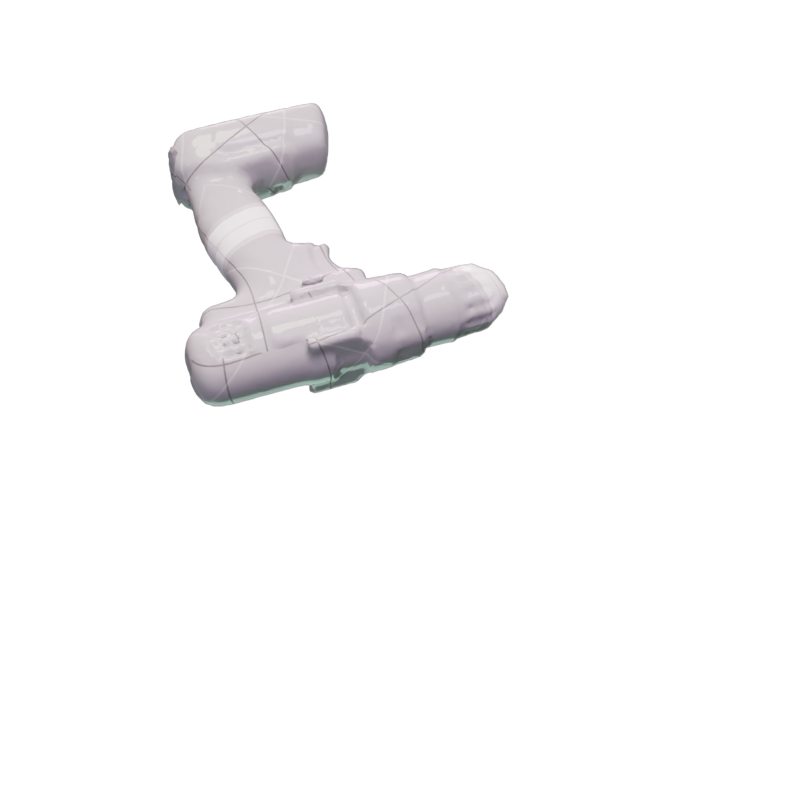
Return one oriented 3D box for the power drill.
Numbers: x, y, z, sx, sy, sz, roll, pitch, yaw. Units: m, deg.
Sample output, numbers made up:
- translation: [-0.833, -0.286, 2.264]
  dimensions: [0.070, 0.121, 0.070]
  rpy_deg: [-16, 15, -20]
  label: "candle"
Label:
- translation: [-0.052, -0.094, 0.658]
  dimensions: [0.183, 0.203, 0.053]
  rpy_deg: [-15, -37, -12]
  label: "power drill"
